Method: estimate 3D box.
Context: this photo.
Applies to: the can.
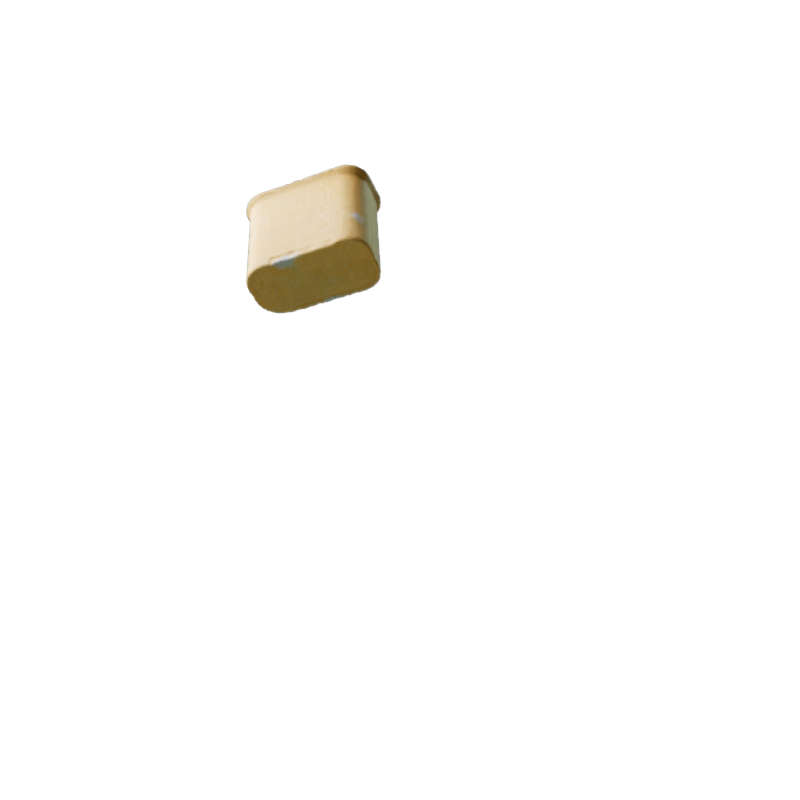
[{"bbox_3d":[-0.065,-0.118,0.825,0.103,0.090,0.053,-16,-46,14],"label":"can"}]
